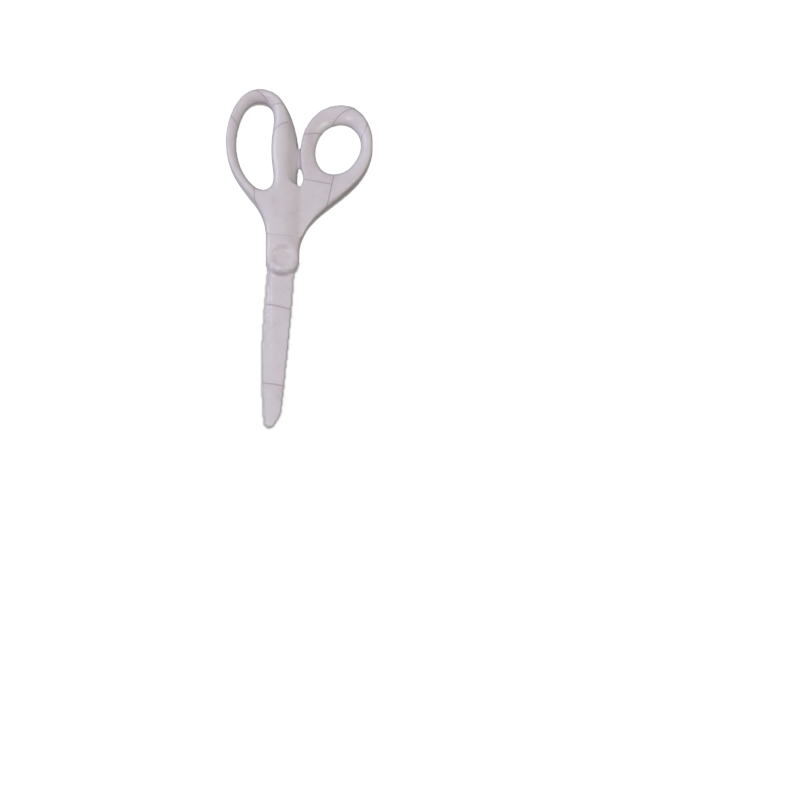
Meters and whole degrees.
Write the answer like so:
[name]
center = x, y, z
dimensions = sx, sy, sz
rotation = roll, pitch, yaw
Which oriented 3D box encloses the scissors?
[scissors]
center = -0.050, -0.091, 0.641
dimensions = 0.096, 0.212, 0.015
rotation = -12, -18, -4
